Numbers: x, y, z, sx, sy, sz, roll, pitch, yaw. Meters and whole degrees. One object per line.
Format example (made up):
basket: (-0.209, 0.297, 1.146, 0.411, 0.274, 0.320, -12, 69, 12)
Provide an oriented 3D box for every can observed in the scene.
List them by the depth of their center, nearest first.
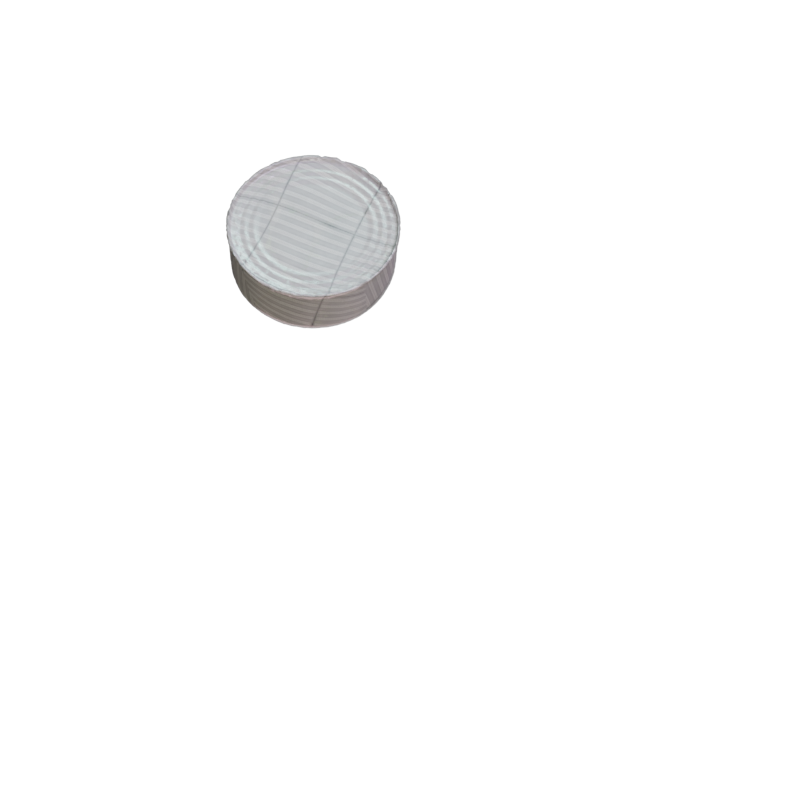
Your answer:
can: (-0.044, -0.079, 0.556, 0.086, 0.092, 0.031, -1, -32, -1)
